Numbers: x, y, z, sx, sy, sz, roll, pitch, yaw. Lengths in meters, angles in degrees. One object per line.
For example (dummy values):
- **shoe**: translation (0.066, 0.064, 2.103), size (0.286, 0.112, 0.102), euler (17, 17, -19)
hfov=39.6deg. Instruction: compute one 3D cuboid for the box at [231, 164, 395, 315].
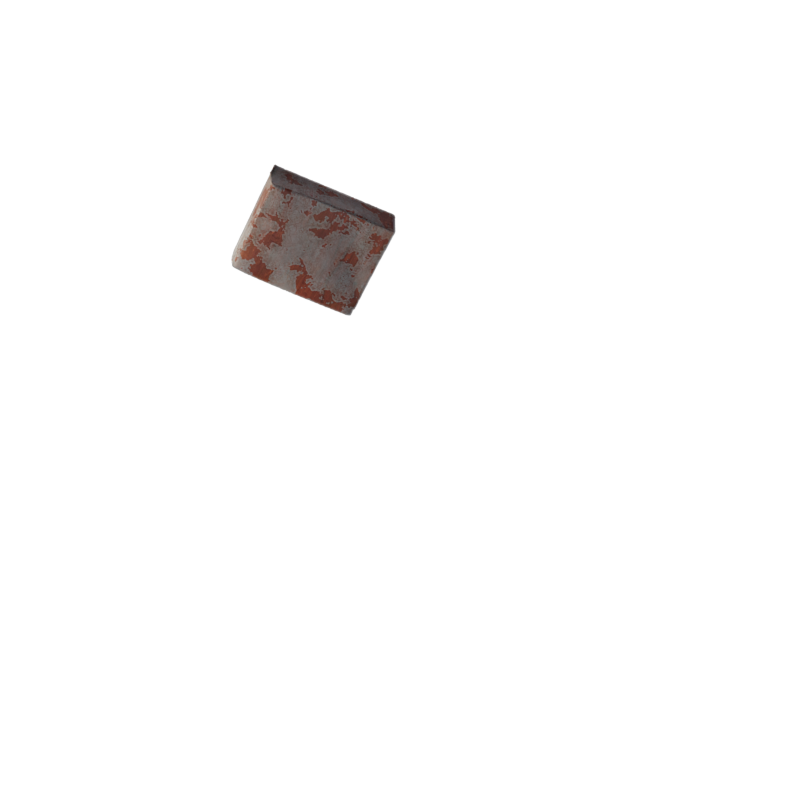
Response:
- **box**: translation (-0.072, -0.131, 0.919), size (0.111, 0.087, 0.041), euler (22, 28, -12)
